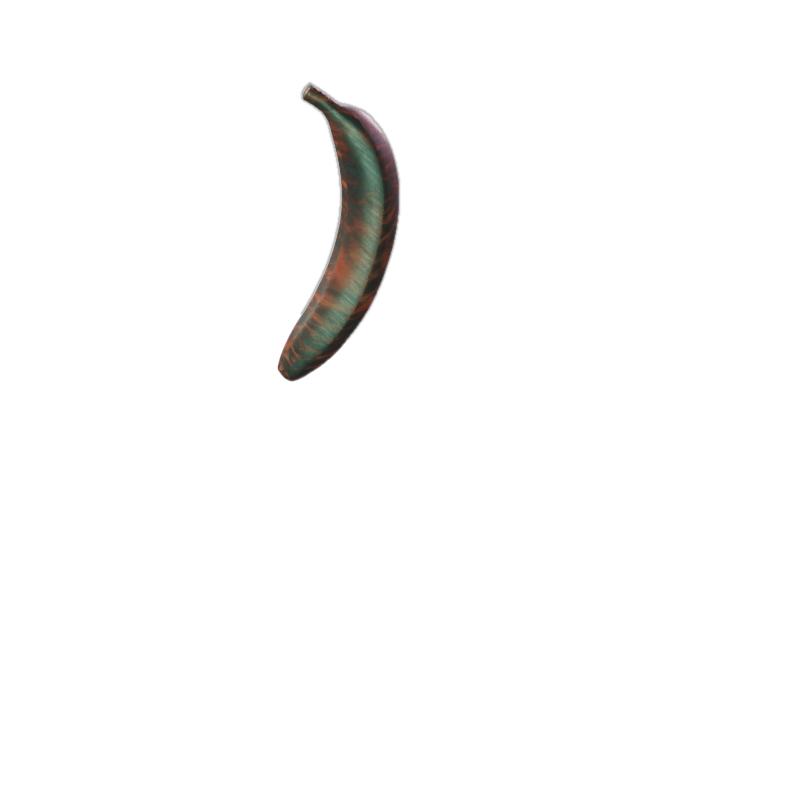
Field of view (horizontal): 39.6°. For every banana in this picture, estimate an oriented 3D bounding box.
[{"bbox_3d":[-0.037,-0.105,0.717,0.069,0.191,0.038,6,15,-3],"label":"banana"}]
